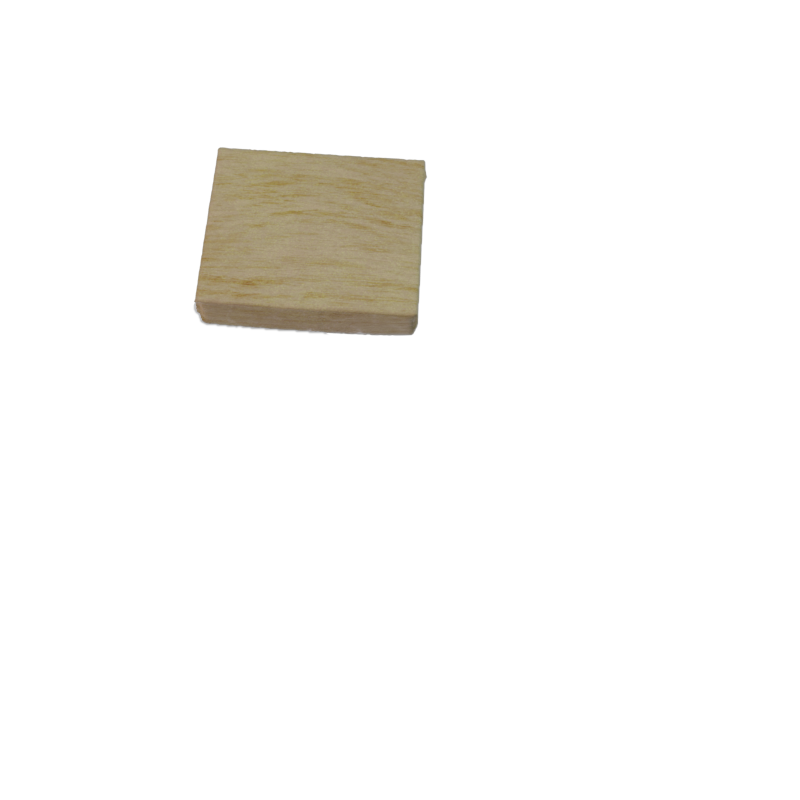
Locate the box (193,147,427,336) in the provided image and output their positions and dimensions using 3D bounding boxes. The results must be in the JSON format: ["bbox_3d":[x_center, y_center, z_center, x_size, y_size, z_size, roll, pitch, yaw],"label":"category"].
[{"bbox_3d":[-0.045,-0.082,0.576,0.114,0.095,0.037,4,-24,1],"label":"box"}]
